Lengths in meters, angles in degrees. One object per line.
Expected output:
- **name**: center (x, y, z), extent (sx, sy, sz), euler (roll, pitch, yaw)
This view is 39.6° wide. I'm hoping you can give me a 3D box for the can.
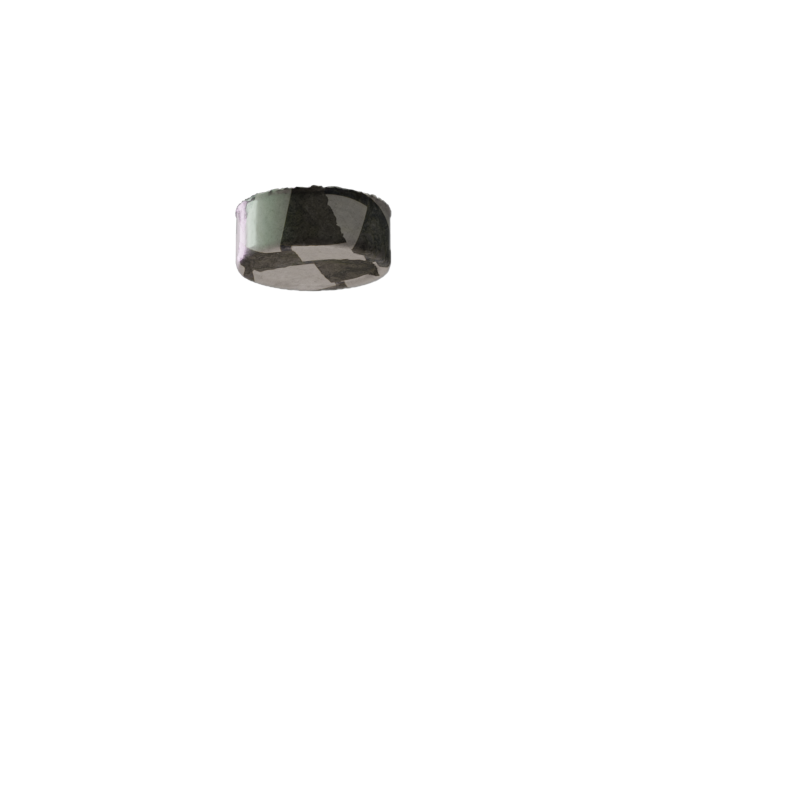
- **can**: center (-0.047, -0.086, 0.604), extent (0.086, 0.035, 0.083), euler (0, -12, -2)
